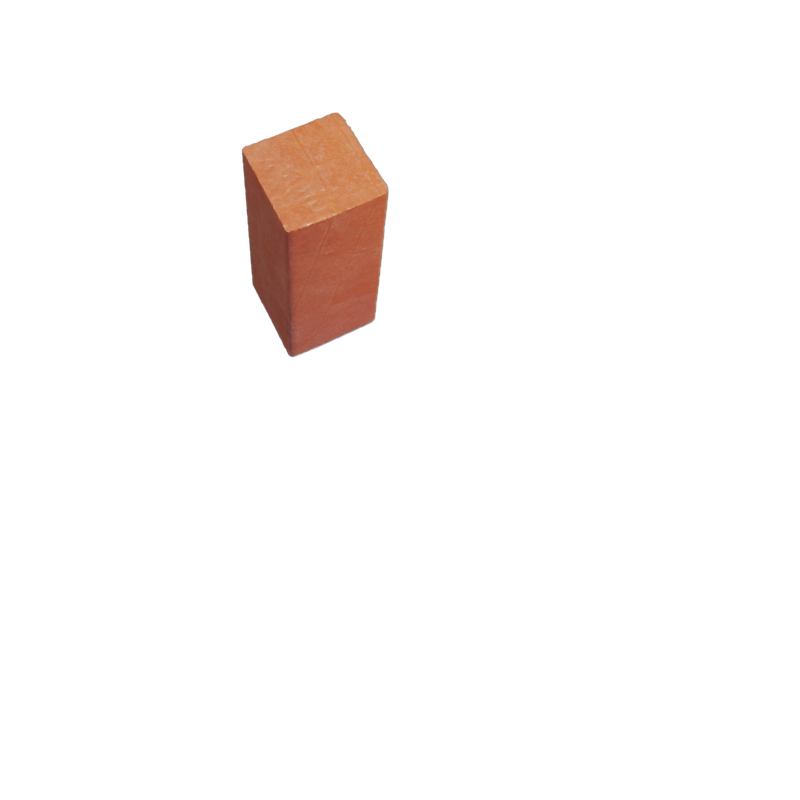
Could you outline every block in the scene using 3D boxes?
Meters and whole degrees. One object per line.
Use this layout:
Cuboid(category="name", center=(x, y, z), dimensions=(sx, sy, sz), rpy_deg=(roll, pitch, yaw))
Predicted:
Cuboid(category="block", center=(-0.073, -0.135, 0.943), dimensions=(0.090, 0.097, 0.194), rpy_deg=(-23, -24, -15))
